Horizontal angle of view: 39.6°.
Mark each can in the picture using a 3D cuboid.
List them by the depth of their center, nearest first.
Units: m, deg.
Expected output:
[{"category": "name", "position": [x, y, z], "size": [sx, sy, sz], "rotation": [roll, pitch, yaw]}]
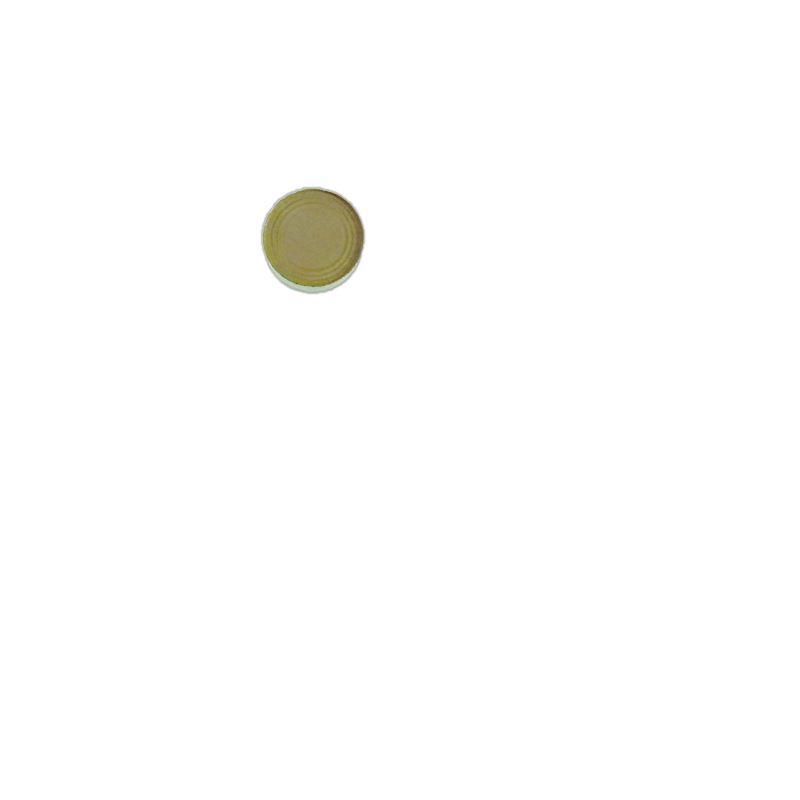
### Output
[{"category": "can", "position": [-0.074, -0.135, 0.944], "size": [0.086, 0.089, 0.032], "rotation": [0, -14, -1]}]
